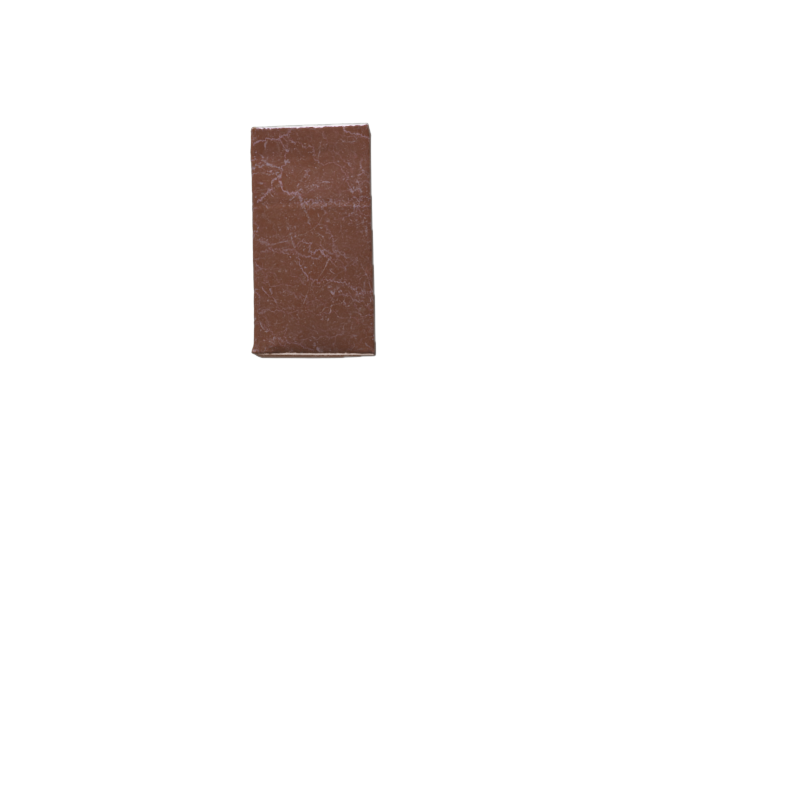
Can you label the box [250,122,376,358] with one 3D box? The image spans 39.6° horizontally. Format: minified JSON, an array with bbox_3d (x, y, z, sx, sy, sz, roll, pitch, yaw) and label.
[{"bbox_3d":[-0.066,-0.121,0.848,0.094,0.180,0.047,-1,-9,4],"label":"box"}]
